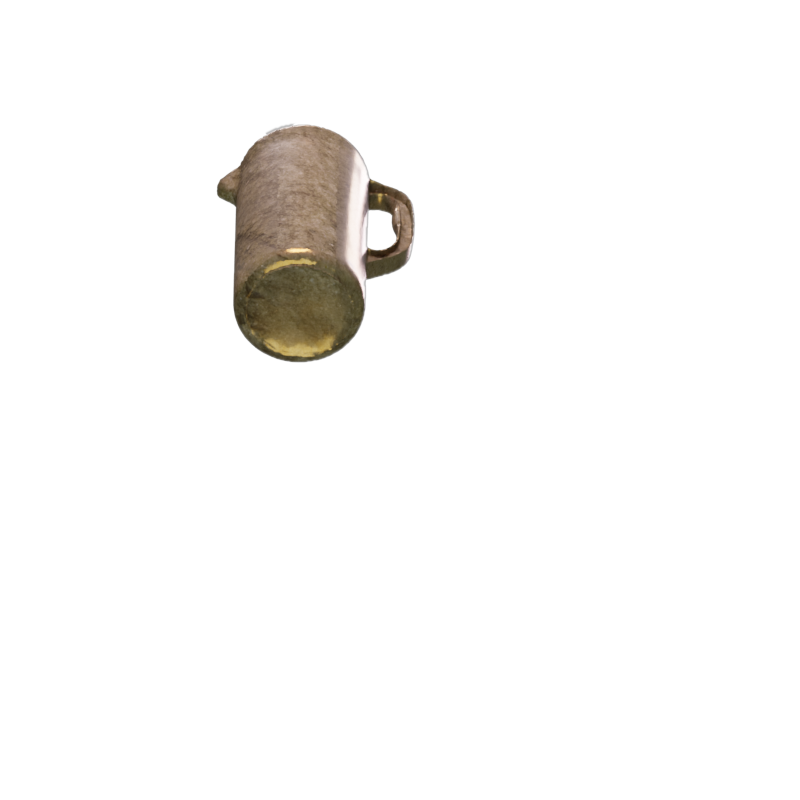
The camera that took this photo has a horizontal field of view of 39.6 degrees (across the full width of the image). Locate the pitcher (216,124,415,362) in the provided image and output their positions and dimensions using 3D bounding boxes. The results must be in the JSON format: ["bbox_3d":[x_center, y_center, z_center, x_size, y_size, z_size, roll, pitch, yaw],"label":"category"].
[{"bbox_3d":[-0.078,-0.142,0.996,0.148,0.137,0.259,-34,29,18],"label":"pitcher"}]
